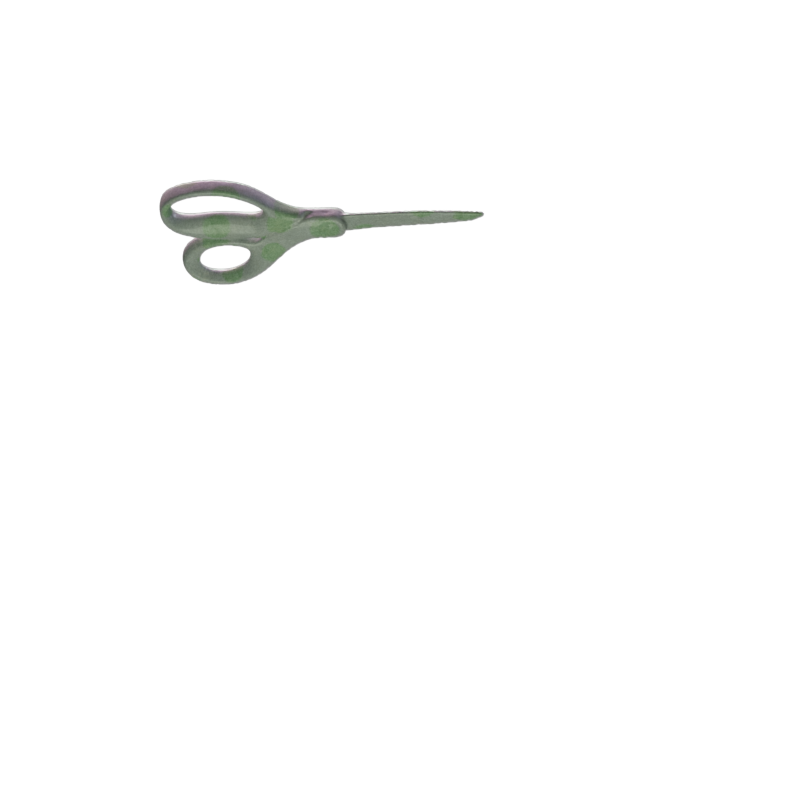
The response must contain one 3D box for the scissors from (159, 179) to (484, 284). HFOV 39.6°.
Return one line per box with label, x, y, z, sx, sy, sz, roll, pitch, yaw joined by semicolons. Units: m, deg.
scissors;-0.056;-0.102;0.718;0.199;0.017;0.091;7;-38;-9
